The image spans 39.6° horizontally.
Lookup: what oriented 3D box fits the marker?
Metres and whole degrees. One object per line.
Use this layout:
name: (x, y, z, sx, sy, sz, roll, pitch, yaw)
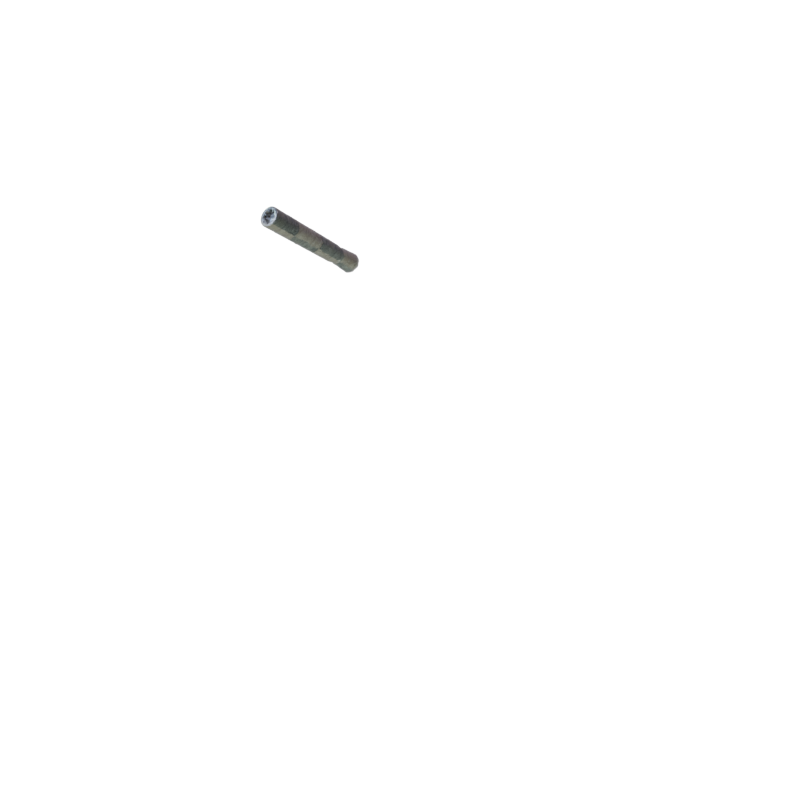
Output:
marker: (-0.077, -0.141, 0.987, 0.021, 0.020, 0.113, 3, -14, 41)
